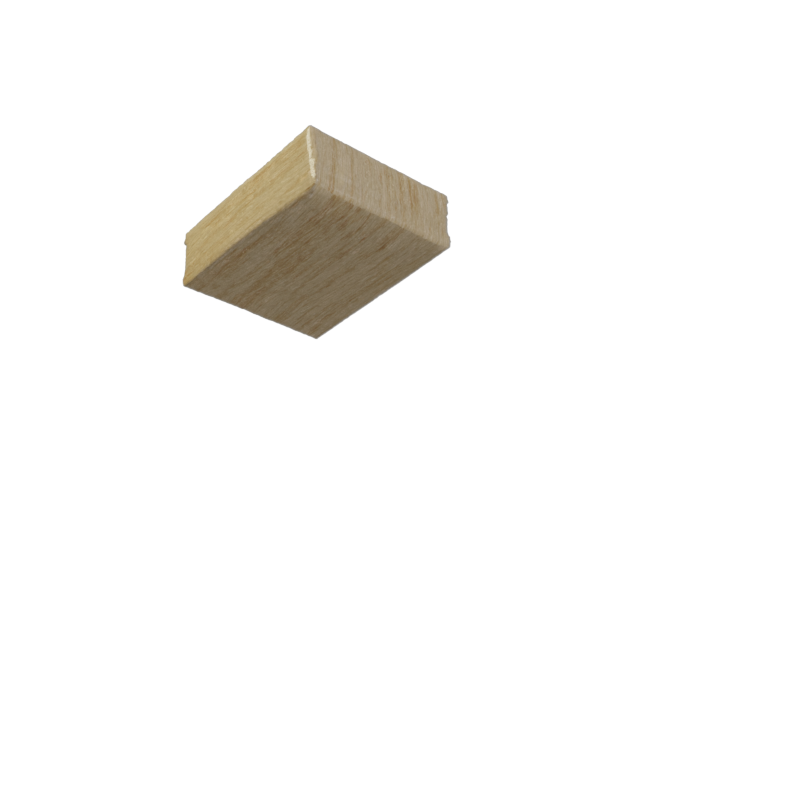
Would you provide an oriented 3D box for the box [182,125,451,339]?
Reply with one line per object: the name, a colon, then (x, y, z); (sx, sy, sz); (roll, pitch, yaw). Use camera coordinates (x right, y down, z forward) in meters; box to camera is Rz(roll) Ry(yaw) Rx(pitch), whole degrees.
box: (-0.044, -0.081, 0.567); (0.085, 0.041, 0.113); (22, -36, -35)
